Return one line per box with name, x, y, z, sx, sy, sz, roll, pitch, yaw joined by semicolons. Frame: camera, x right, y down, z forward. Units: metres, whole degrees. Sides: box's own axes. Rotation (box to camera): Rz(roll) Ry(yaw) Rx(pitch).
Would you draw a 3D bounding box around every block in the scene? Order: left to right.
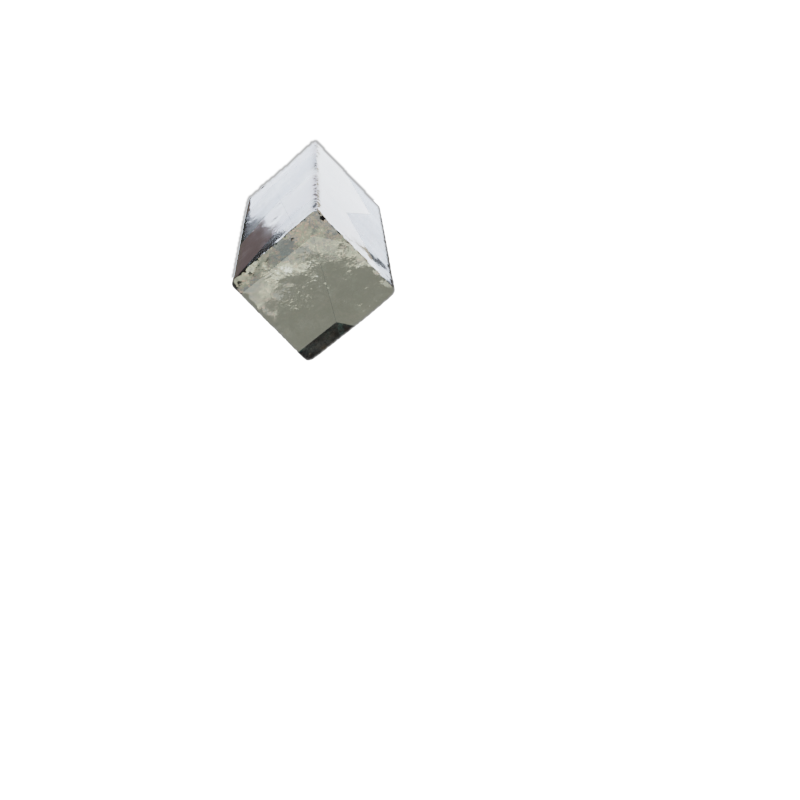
block;-0.072;-0.131;0.920;0.089;0.087;0.217;-39;22;14
